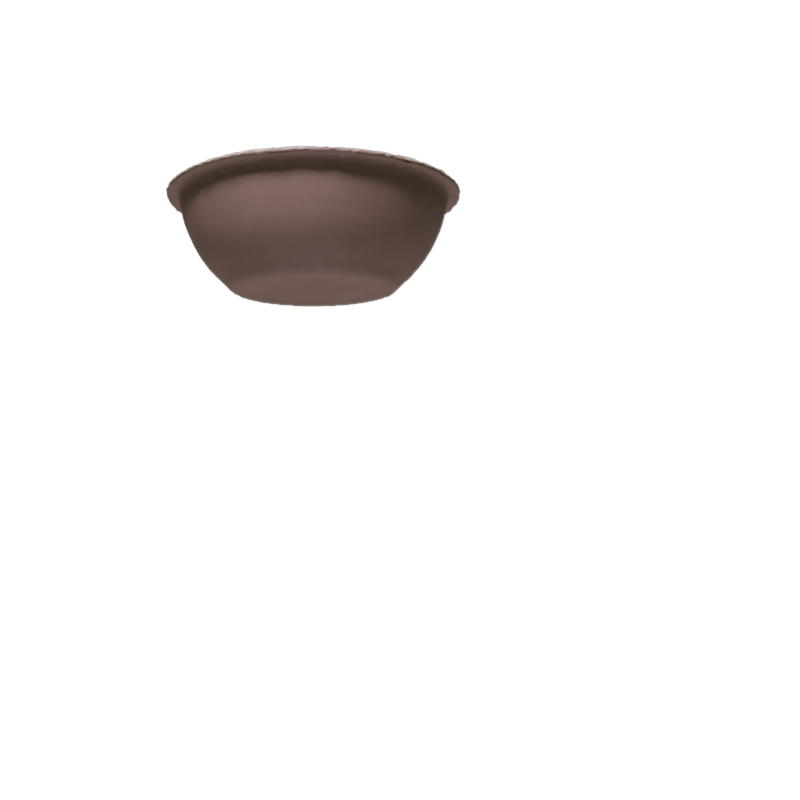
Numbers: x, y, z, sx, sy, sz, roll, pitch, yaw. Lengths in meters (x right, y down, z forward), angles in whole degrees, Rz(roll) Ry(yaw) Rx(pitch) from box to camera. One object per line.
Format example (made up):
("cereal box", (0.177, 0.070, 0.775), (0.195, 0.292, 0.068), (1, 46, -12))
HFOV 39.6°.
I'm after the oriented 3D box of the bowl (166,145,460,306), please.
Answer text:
("bowl", (-0.048, -0.087, 0.607), (0.162, 0.057, 0.158), (0, -8, -2))
